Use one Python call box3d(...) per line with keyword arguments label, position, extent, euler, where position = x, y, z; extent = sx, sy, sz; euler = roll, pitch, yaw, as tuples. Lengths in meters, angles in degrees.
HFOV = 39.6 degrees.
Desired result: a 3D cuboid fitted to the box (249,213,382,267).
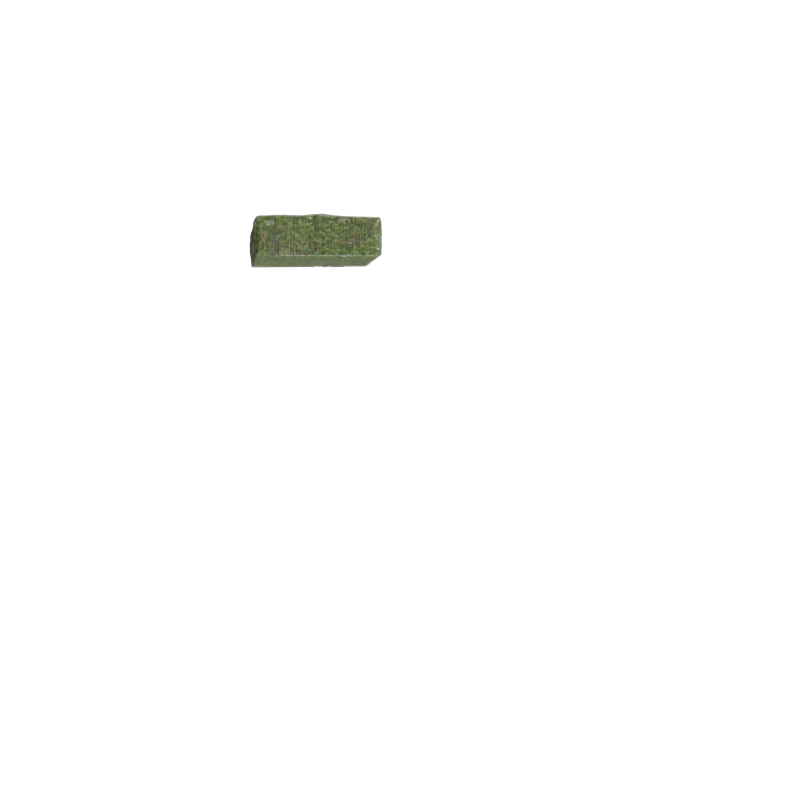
box3d(label="box", position=(-0.062, -0.113, 0.789), extent=(0.088, 0.031, 0.073), euler=(0, -1, -7))
